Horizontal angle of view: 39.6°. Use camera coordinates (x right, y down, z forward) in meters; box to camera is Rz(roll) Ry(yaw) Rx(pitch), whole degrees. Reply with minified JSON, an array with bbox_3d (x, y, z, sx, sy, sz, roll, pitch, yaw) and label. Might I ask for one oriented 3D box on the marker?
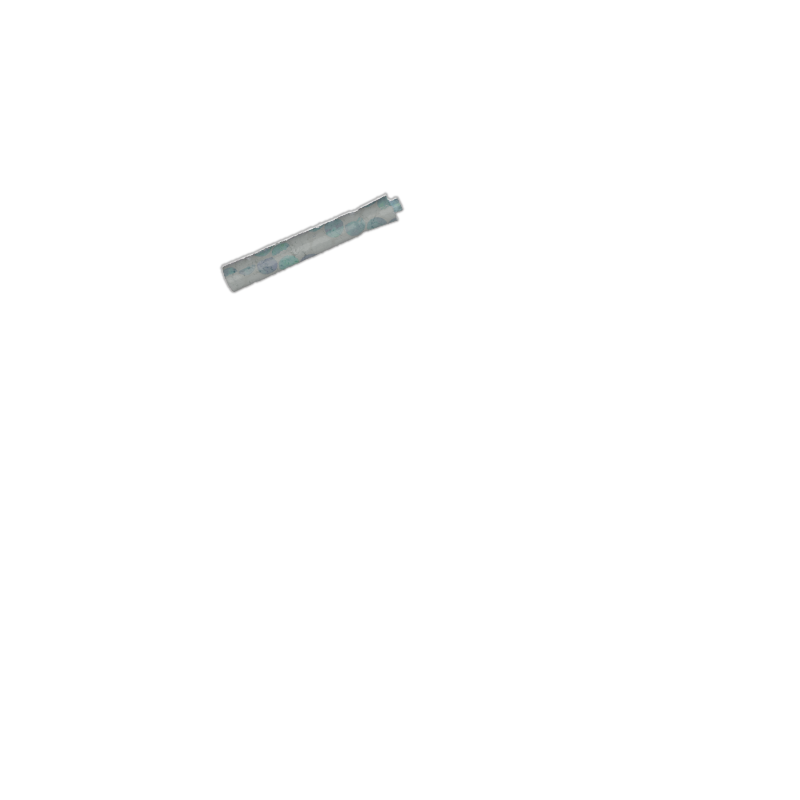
[{"bbox_3d":[-0.055,-0.101,0.705,0.121,0.020,0.020,-23,2,5],"label":"marker"}]
